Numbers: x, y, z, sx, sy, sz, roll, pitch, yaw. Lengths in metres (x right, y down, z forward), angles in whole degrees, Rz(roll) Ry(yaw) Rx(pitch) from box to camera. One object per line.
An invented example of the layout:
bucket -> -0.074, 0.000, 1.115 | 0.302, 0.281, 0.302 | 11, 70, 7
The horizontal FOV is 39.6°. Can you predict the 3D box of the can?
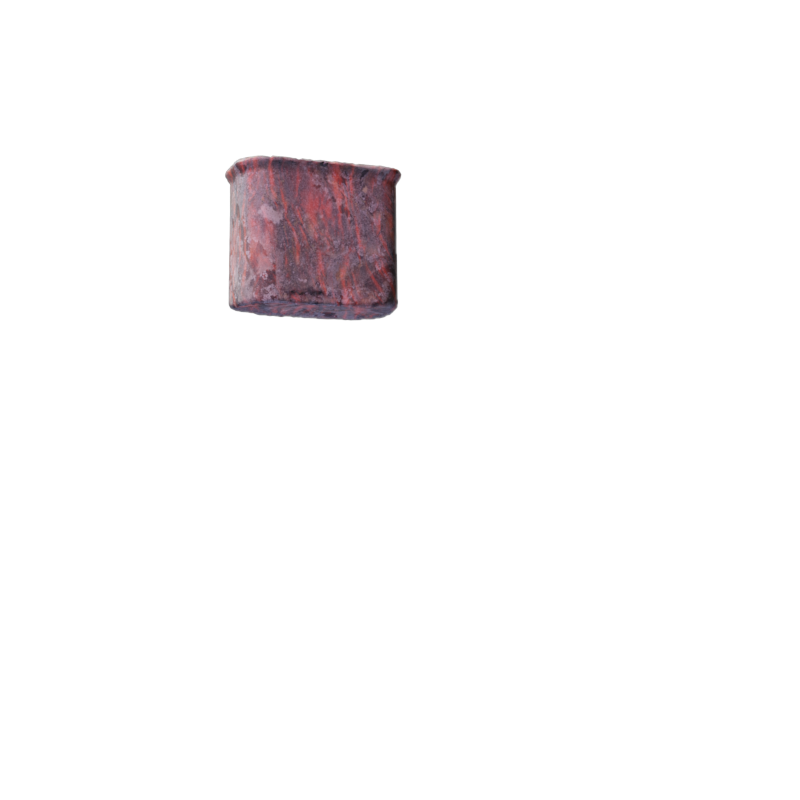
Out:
can -> -0.051, -0.093, 0.649 | 0.099, 0.086, 0.058 | 2, -10, -20
